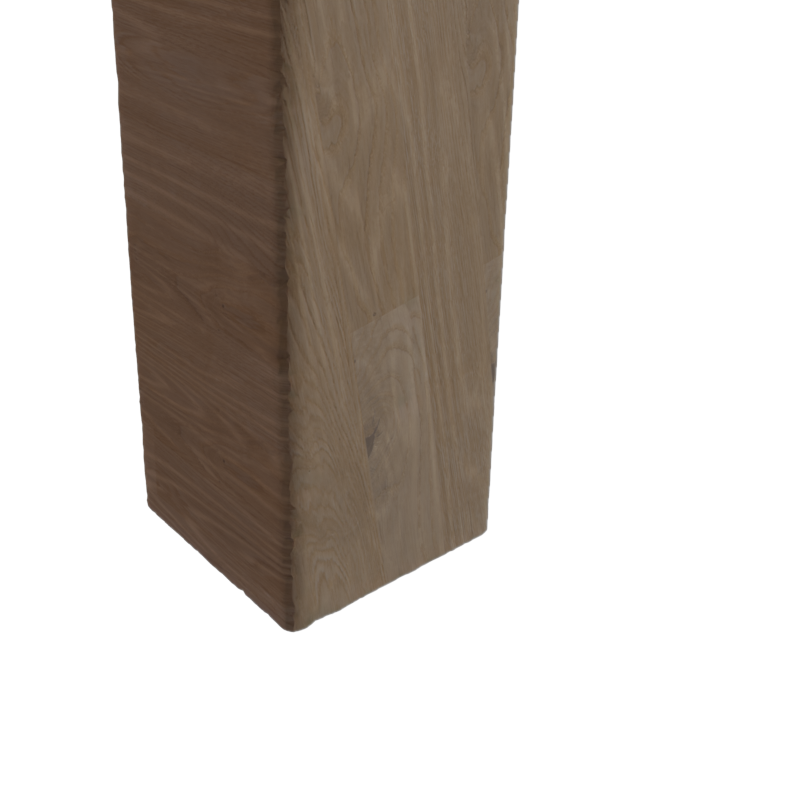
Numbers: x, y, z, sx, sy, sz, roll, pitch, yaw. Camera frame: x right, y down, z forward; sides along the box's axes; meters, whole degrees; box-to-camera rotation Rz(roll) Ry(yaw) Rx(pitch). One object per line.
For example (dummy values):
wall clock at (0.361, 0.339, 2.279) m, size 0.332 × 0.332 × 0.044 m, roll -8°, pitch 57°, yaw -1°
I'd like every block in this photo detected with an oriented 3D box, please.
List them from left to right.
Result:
block at (-0.028, -0.050, 0.353) m, size 0.089 × 0.196 × 0.097 m, roll -17°, pitch 30°, yaw -37°
